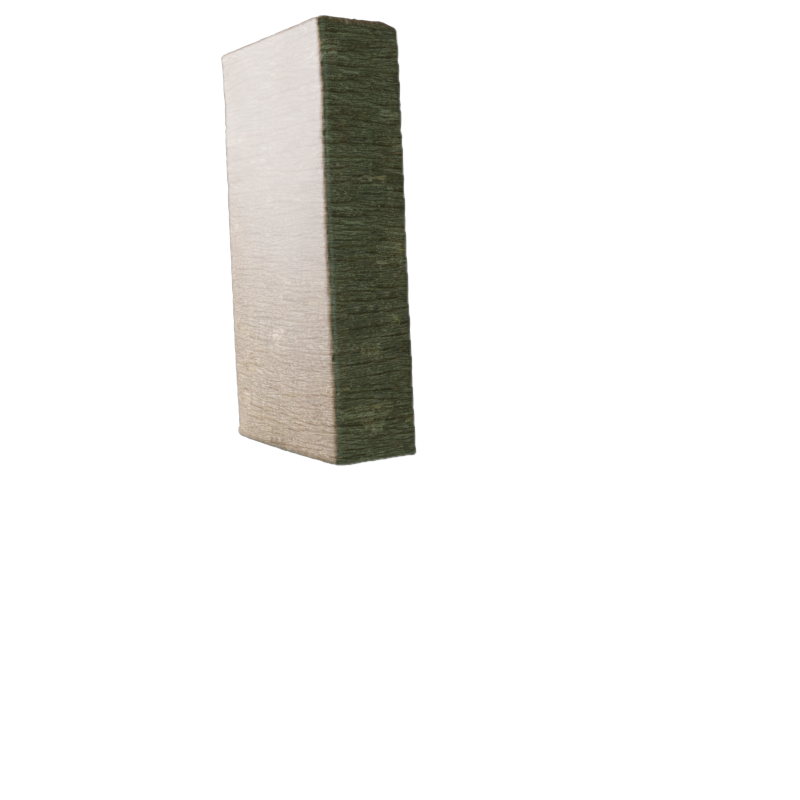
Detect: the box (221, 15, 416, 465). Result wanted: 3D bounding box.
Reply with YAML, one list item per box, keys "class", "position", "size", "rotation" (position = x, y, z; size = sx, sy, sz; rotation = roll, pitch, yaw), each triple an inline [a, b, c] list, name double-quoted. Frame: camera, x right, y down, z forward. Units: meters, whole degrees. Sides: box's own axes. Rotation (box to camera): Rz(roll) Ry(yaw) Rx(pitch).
- class: "box"
  position: [-0.037, -0.068, 0.476]
  size: [0.046, 0.177, 0.097]
  rotation: [0, 0, -33]
